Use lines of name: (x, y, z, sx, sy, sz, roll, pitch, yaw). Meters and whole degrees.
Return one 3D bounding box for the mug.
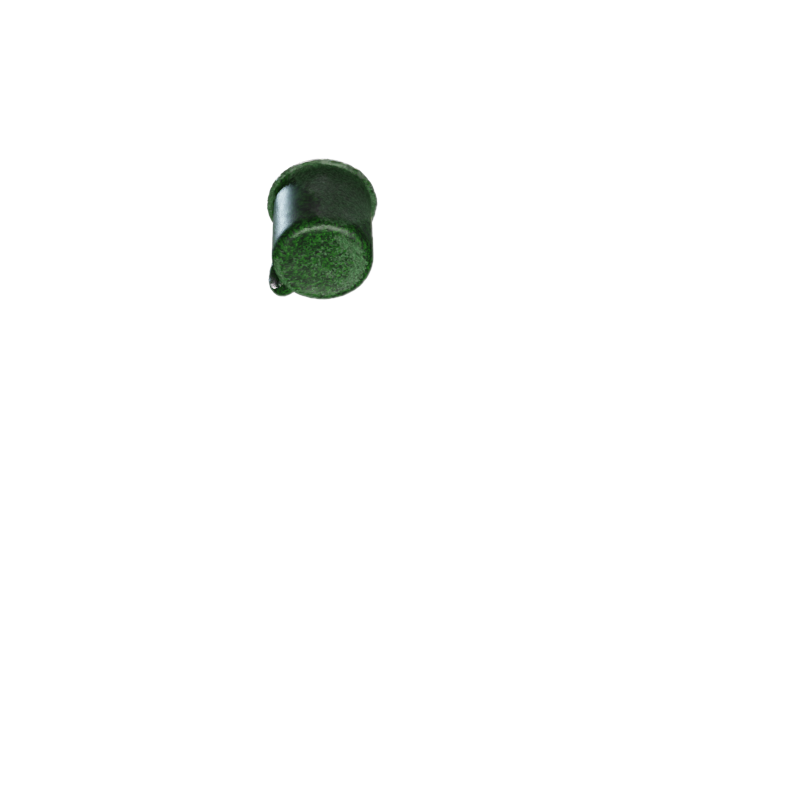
mug: (-0.072, -0.130, 0.914, 0.088, 0.087, 0.115, 32, -57, -27)
